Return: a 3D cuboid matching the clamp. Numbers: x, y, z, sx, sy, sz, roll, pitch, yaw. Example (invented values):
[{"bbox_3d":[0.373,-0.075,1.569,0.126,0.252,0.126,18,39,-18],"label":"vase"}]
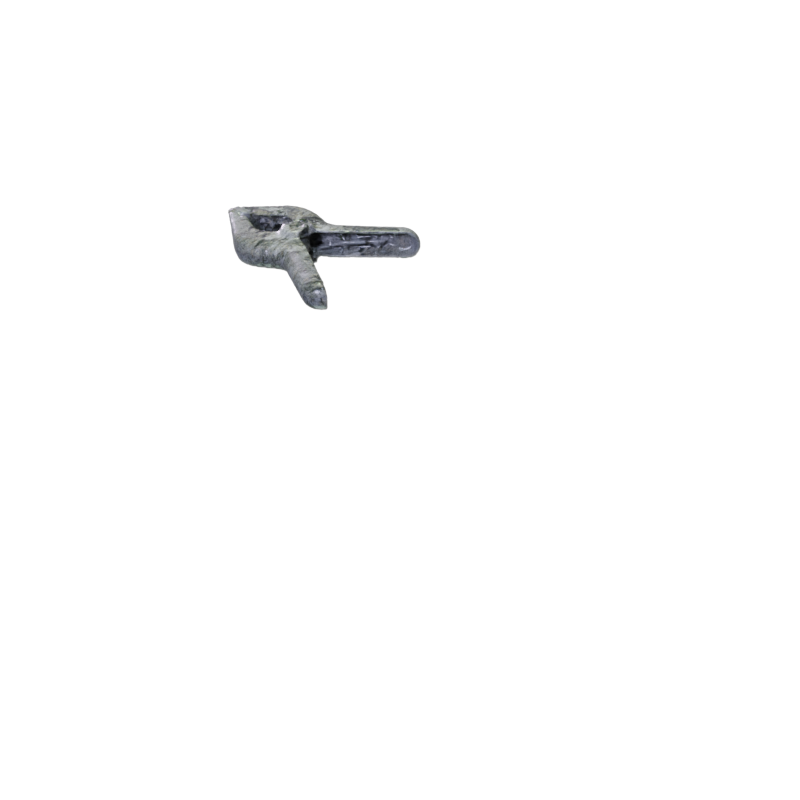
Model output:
[{"bbox_3d":[-0.071,-0.130,0.910,0.119,0.037,0.184,-22,37,-32],"label":"clamp"}]
